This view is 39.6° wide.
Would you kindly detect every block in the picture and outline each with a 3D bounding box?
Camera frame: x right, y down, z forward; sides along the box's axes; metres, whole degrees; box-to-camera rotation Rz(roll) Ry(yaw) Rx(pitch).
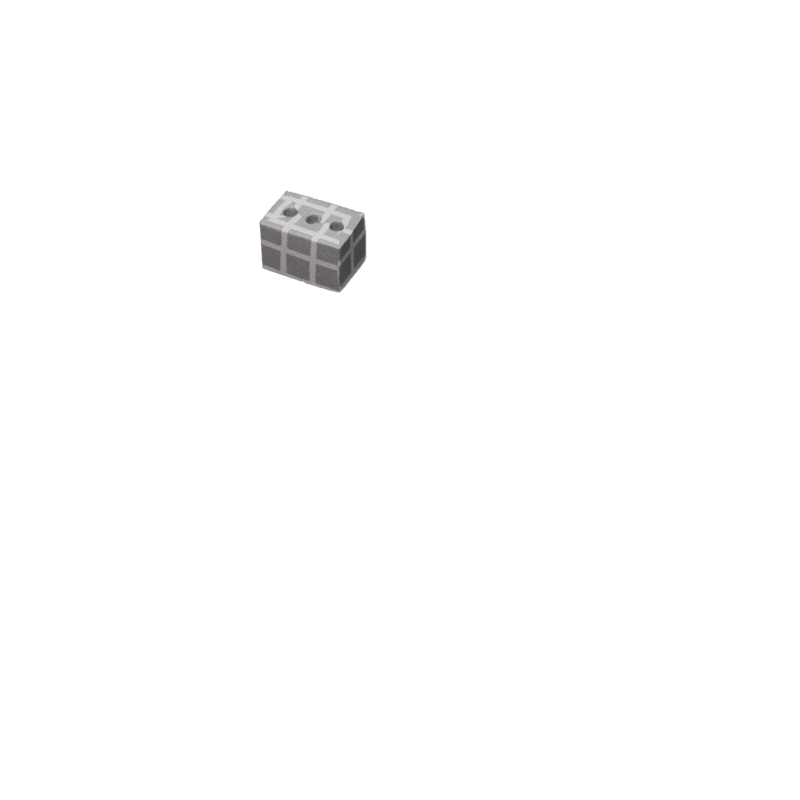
[{"bbox_3d":[-0.074,-0.135,0.945,0.081,0.048,0.055,18,45,18],"label":"block"}]
